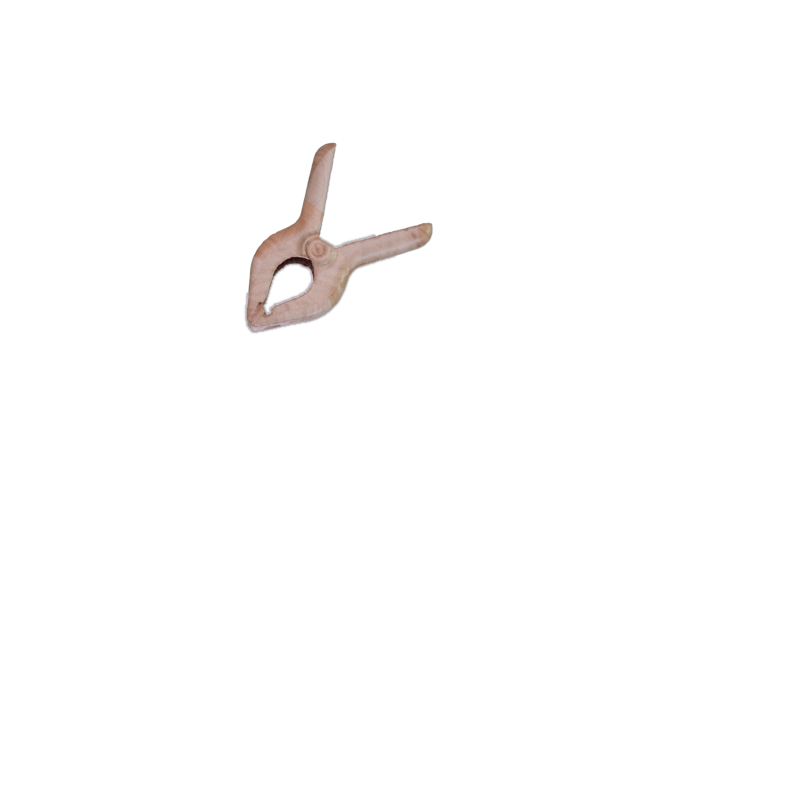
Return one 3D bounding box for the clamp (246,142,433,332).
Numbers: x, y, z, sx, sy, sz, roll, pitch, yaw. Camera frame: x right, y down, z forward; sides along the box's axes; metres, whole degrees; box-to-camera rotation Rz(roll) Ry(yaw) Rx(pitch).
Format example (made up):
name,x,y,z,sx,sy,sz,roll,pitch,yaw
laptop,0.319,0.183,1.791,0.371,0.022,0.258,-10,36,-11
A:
name,x,y,z,sx,sy,sz,roll,pitch,yaw
clamp,-0.072,-0.130,0.914,0.172,0.125,0.037,-39,-17,-14
